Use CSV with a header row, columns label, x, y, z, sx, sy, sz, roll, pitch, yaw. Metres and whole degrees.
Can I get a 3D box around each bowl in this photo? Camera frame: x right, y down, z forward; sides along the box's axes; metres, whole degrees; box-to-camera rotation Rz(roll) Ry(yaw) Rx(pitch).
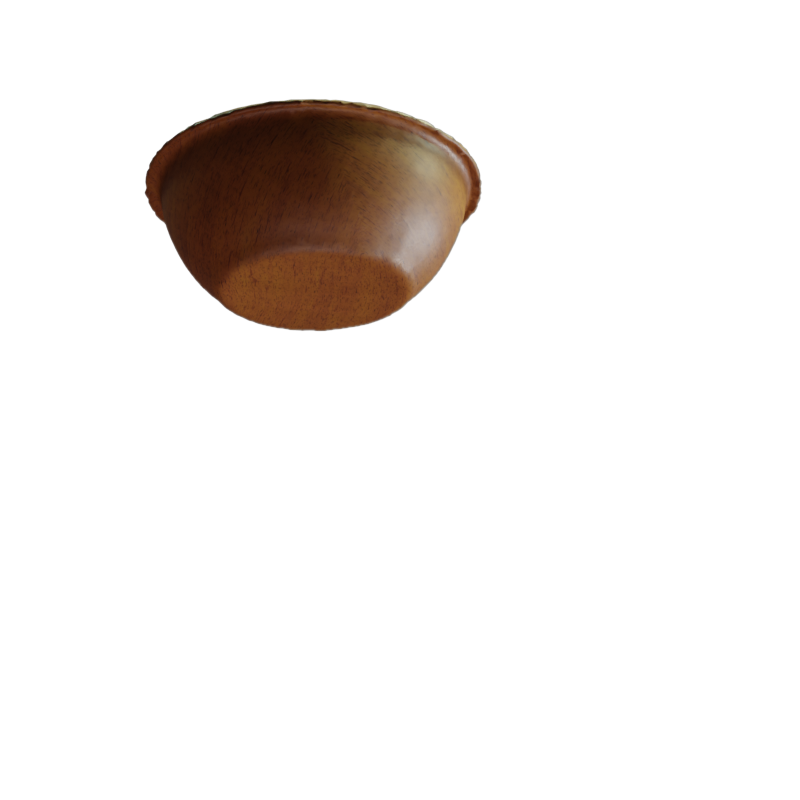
label,x,y,z,sx,sy,sz,roll,pitch,yaw
bowl,-0.041,-0.075,0.525,0.162,0.058,0.154,1,-21,-2
